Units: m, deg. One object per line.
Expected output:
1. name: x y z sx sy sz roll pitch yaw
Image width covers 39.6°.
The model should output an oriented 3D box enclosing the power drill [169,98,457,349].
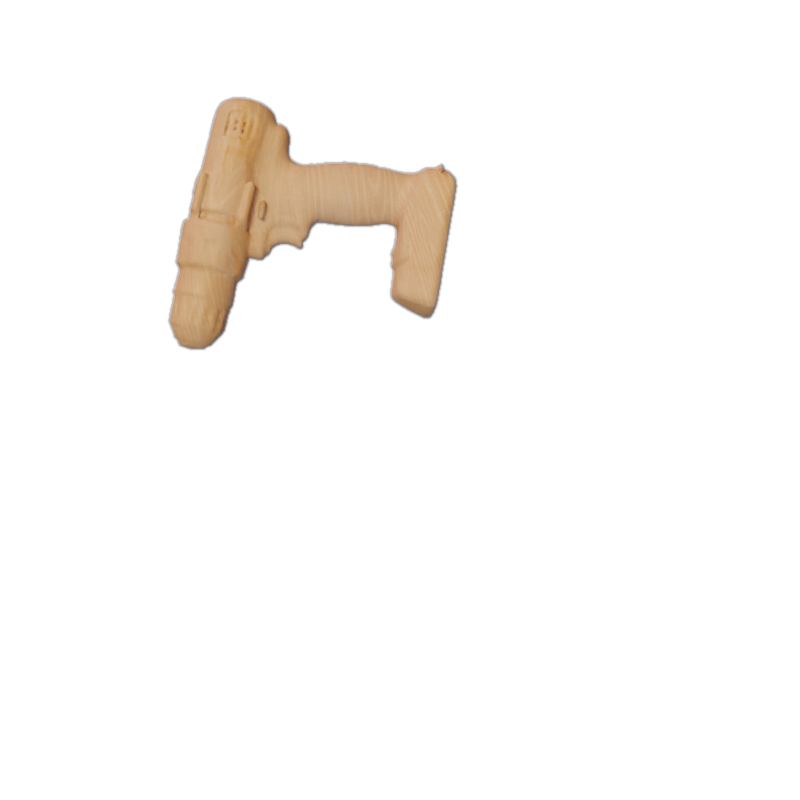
1. power drill: -0.062 -0.113 0.789 0.188 0.188 0.056 11 -8 1
